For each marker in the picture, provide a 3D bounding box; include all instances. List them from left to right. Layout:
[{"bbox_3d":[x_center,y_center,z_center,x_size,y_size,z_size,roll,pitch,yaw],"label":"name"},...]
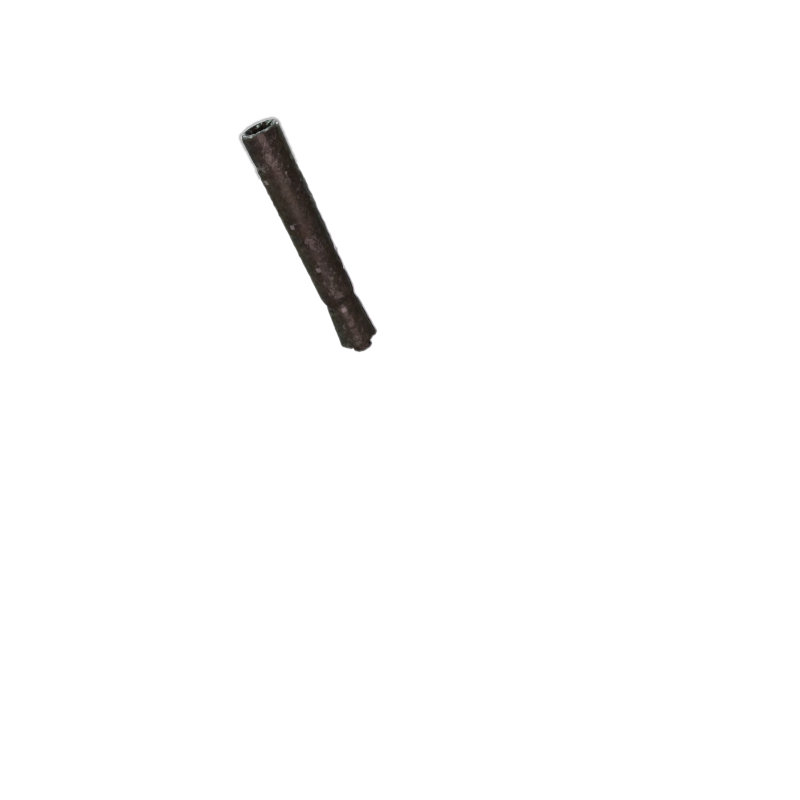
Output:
[{"bbox_3d":[-0.040,-0.074,0.516,0.020,0.114,0.021,-22,23,9],"label":"marker"}]
